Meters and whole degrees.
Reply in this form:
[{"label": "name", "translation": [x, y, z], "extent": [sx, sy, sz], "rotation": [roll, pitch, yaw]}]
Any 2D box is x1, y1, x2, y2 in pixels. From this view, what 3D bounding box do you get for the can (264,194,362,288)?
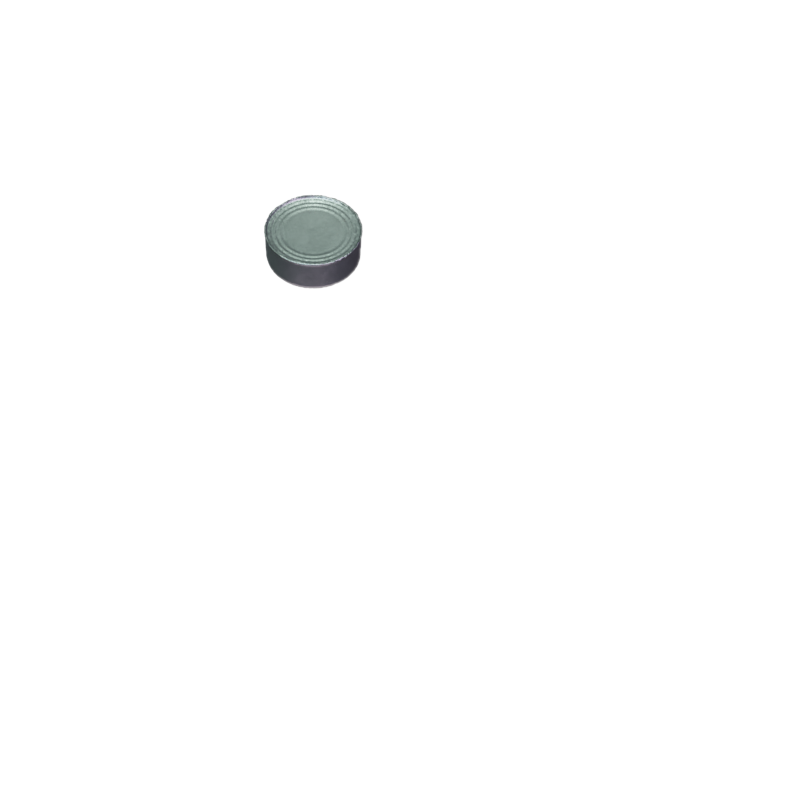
[{"label": "can", "translation": [-0.076, -0.139, 0.976], "extent": [0.086, 0.092, 0.031], "rotation": [-1, -40, -1]}]
